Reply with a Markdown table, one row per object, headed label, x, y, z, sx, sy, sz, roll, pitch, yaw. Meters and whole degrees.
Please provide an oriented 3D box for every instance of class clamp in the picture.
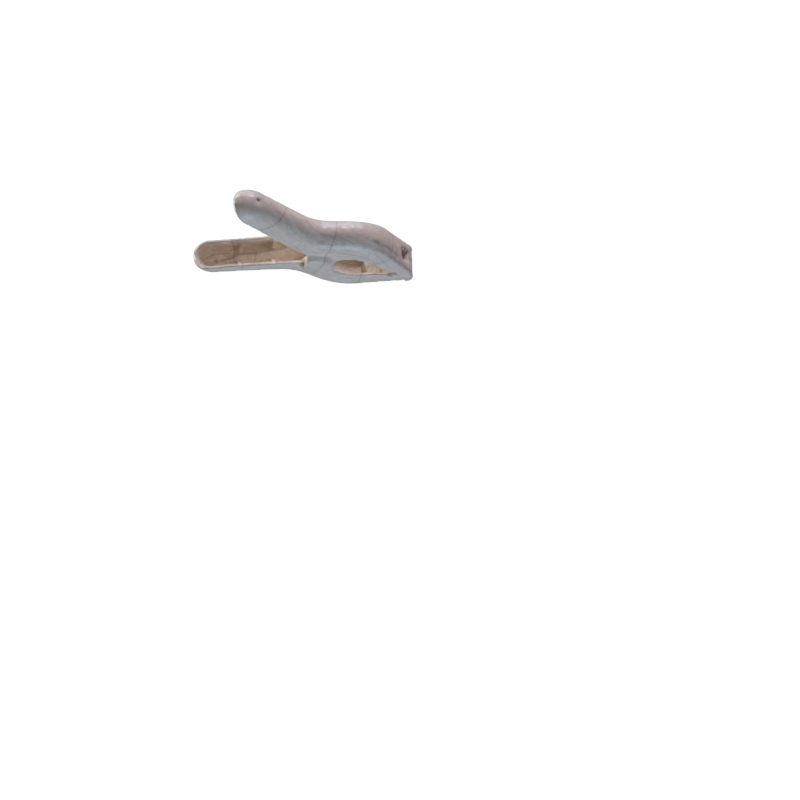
| label | x | y | z | sx | sy | sz | roll | pitch | yaw |
| --- | --- | --- | --- | --- | --- | --- | --- | --- | --- |
| clamp | -0.066 | -0.121 | 0.845 | 0.168 | 0.041 | 0.118 | 2 | -11 | -13 |
